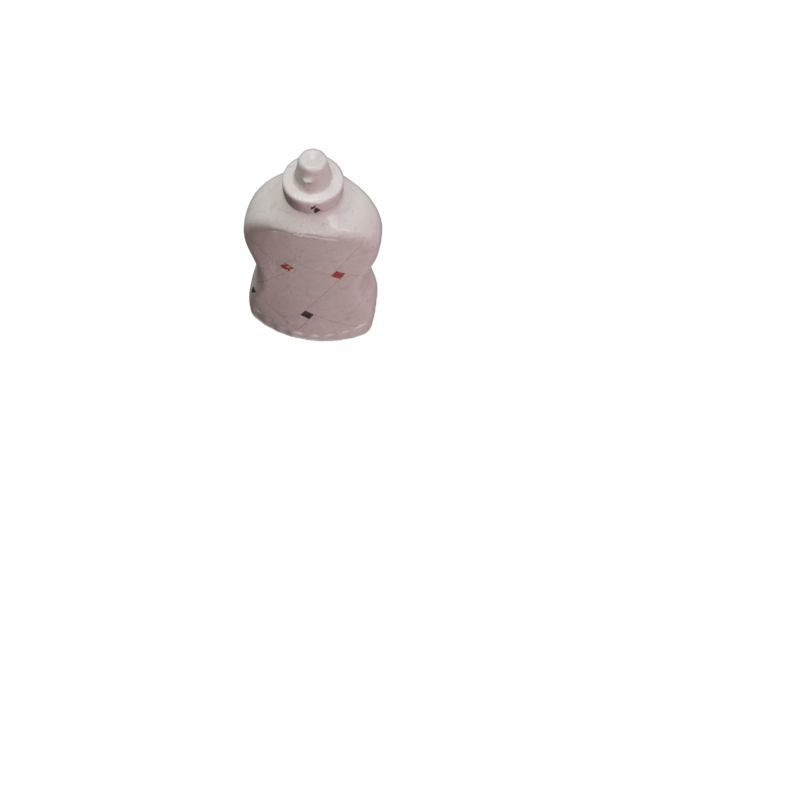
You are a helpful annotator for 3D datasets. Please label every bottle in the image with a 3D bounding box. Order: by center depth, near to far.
[{"bbox_3d":[-0.062,-0.112,0.786,0.097,0.062,0.180,11,-29,3],"label":"bottle"}]
